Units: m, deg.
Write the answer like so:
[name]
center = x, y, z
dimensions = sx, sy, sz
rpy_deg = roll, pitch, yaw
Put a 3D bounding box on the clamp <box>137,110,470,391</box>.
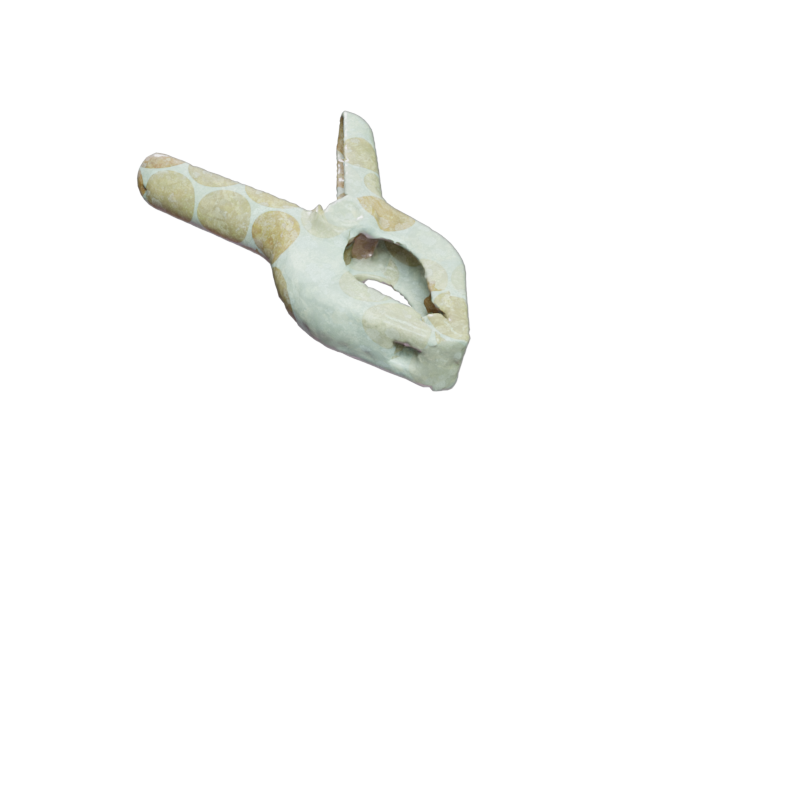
[clamp]
center = -0.037, -0.068, 0.473
dimensions = 0.119, 0.037, 0.186
rpy_deg = -17, 45, -18
